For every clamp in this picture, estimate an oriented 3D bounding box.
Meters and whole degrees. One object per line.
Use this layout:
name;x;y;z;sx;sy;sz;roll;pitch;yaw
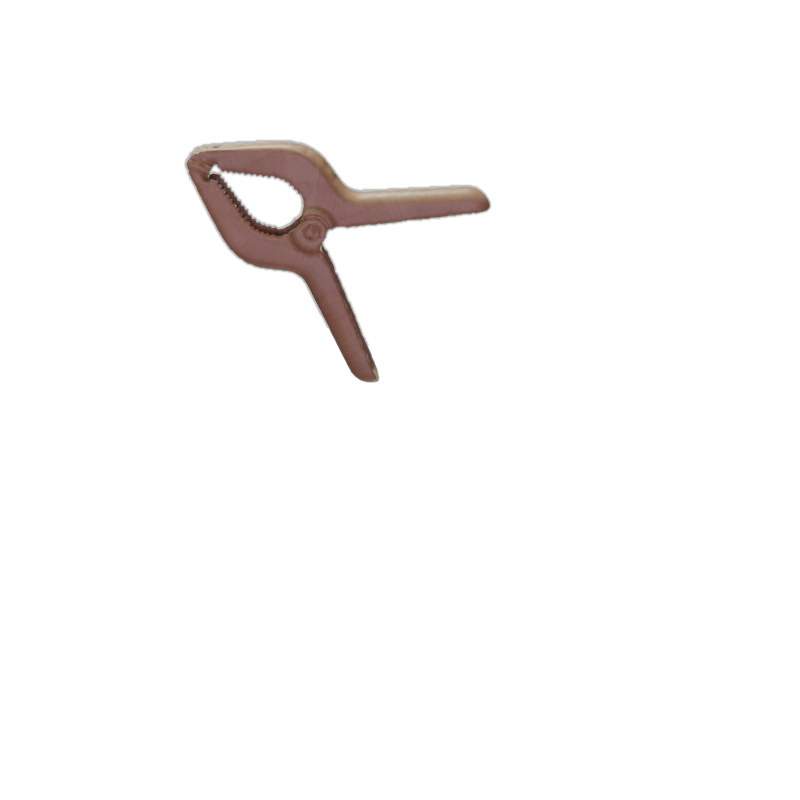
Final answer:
clamp;-0.062;-0.114;0.796;0.207;0.161;0.038;23;13;-6
